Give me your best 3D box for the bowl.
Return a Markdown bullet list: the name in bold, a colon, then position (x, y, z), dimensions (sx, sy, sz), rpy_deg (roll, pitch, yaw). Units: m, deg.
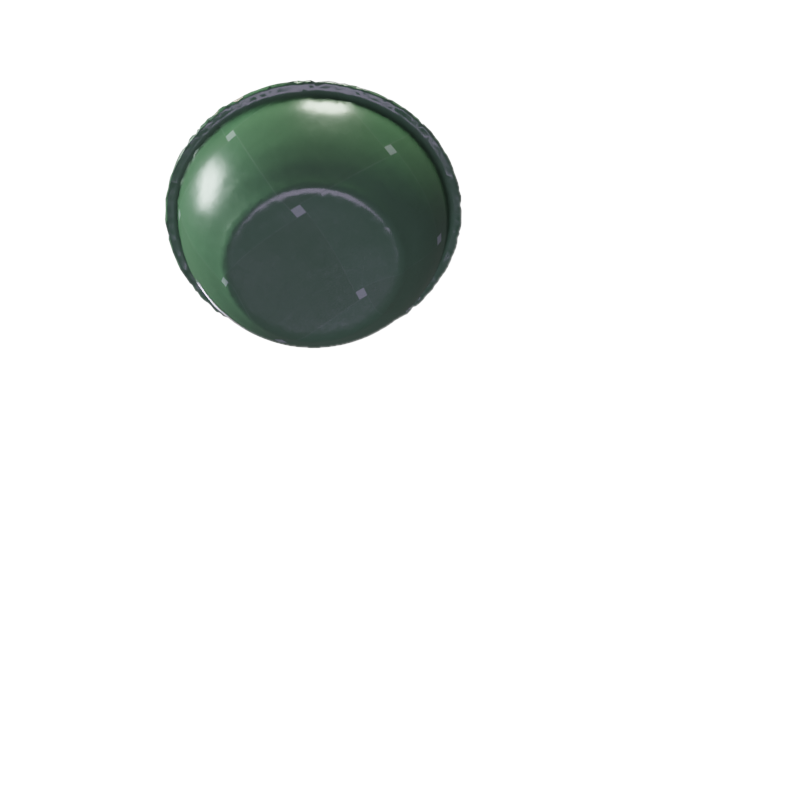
- **bowl**: position (-0.046, -0.083, 0.583), dimensions (0.162, 0.152, 0.059), rpy_deg (1, 32, -1)
